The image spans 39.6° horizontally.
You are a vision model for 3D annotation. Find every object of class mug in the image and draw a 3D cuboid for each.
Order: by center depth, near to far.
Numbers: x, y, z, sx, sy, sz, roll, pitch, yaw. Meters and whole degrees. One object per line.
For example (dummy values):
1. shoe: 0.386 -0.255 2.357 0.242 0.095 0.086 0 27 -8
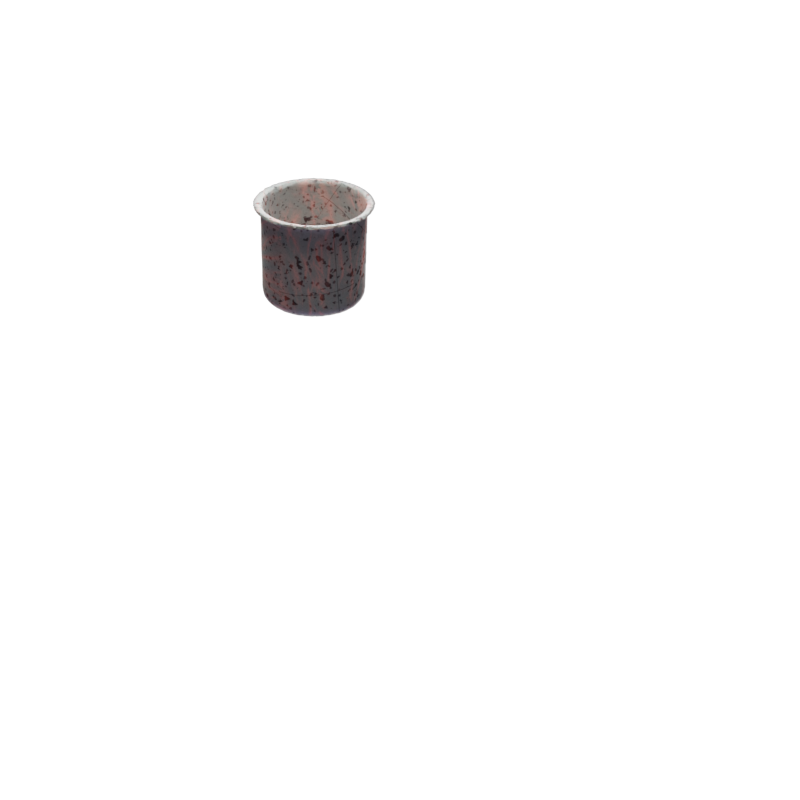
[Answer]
1. mug: -0.069 -0.125 0.877 0.093 0.077 0.125 -2 31 -5
